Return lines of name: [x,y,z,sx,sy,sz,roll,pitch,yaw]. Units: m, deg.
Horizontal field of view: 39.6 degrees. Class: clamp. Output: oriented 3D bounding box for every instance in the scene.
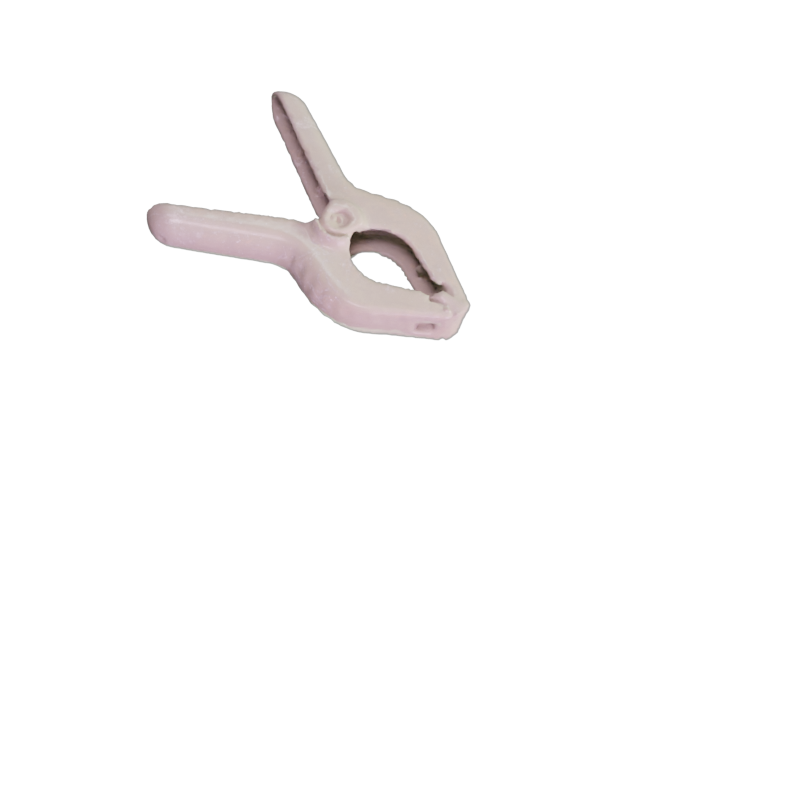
clamp: [-0.046,-0.084,0.586,0.121,0.180,0.037,-41,-21,-20]
